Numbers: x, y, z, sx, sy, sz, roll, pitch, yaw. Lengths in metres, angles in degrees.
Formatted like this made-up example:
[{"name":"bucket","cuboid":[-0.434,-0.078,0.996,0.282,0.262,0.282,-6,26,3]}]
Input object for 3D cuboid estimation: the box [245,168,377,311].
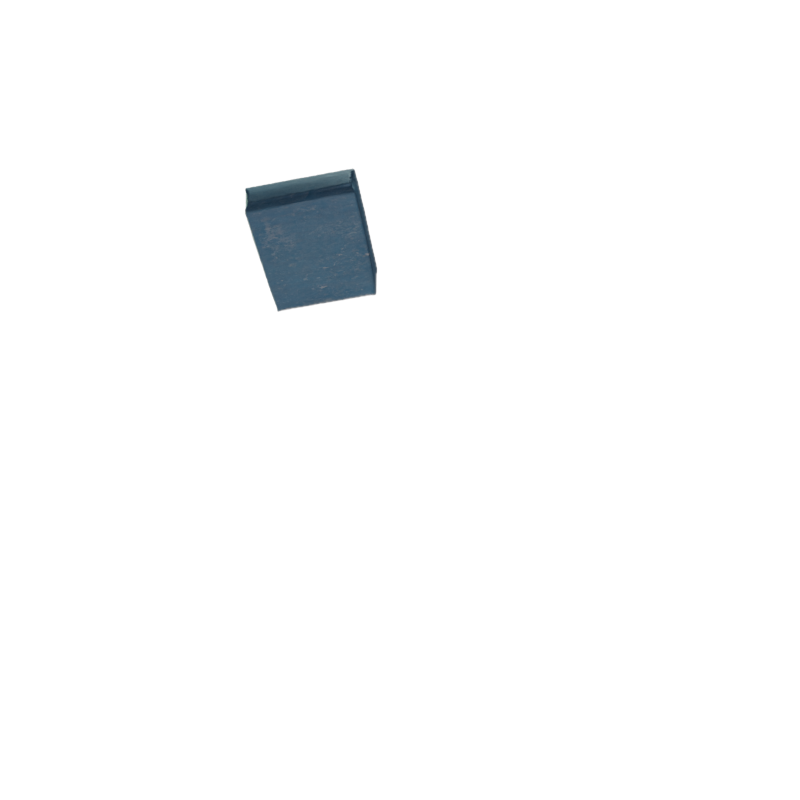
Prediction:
[{"name":"box","cuboid":[-0.071,-0.129,0.904,0.090,0.105,0.042,-8,41,6]}]
